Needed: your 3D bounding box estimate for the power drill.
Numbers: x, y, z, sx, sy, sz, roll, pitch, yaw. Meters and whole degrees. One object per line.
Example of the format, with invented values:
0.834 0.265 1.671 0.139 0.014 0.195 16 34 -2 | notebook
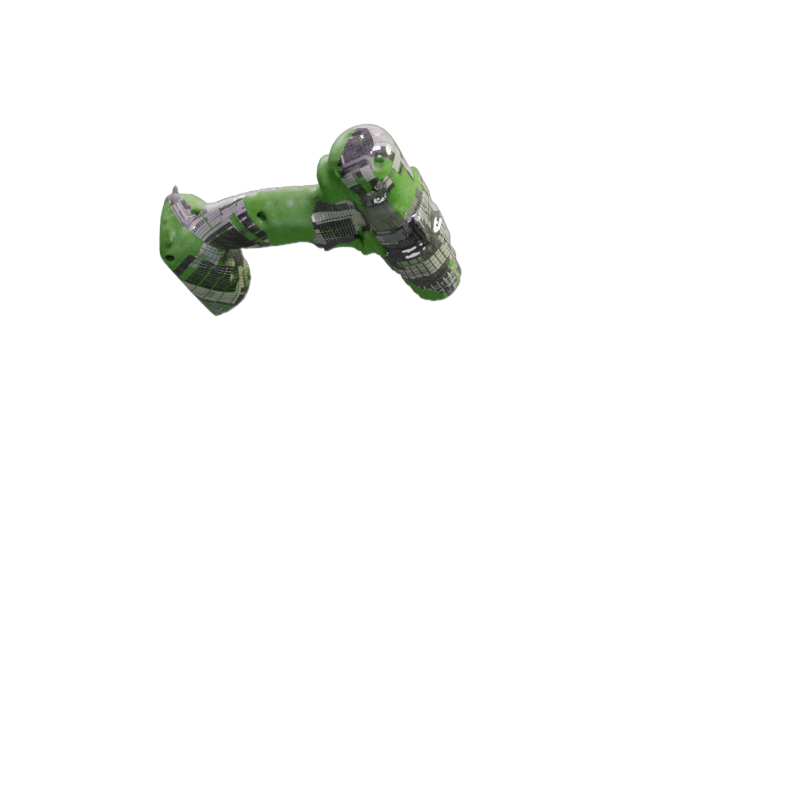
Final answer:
-0.062 -0.113 0.791 0.190 0.061 0.170 -11 -33 17 | power drill
